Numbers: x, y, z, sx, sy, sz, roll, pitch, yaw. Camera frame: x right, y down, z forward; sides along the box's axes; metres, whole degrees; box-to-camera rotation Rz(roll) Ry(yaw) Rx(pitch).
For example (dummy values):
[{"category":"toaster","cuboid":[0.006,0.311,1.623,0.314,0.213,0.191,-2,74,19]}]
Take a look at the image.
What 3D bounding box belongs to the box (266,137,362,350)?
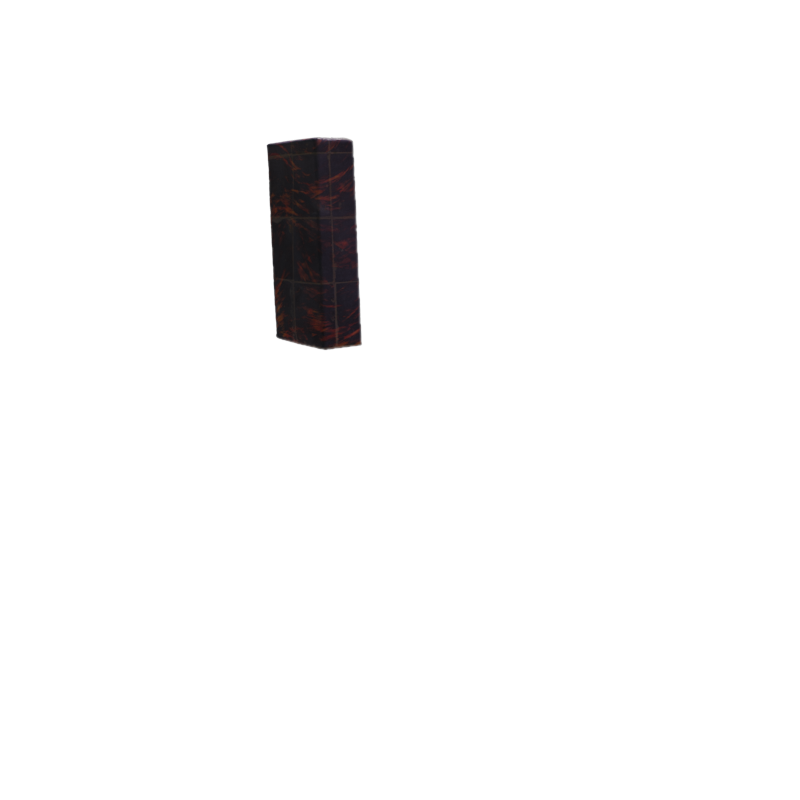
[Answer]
[{"category":"box","cuboid":[-0.075,-0.137,0.958,0.046,0.175,0.097,-1,4,-31]}]
